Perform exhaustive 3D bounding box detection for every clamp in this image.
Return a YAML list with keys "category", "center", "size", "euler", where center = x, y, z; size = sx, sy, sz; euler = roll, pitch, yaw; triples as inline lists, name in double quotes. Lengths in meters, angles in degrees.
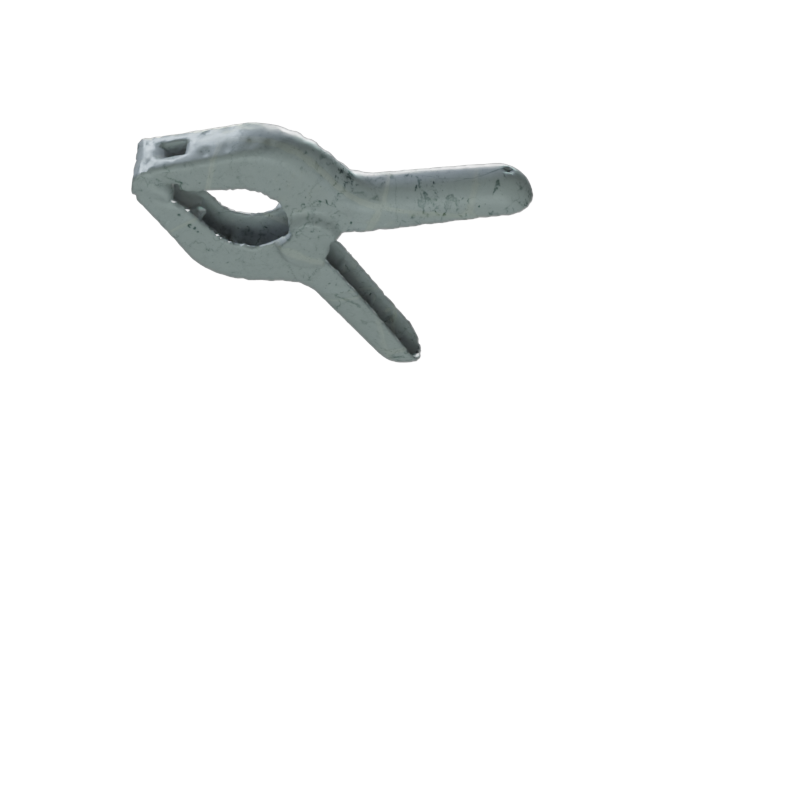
- category: "clamp"
  center: [-0.039, -0.072, 0.502]
  size: [0.169, 0.114, 0.042]
  euler: [13, 36, -9]
